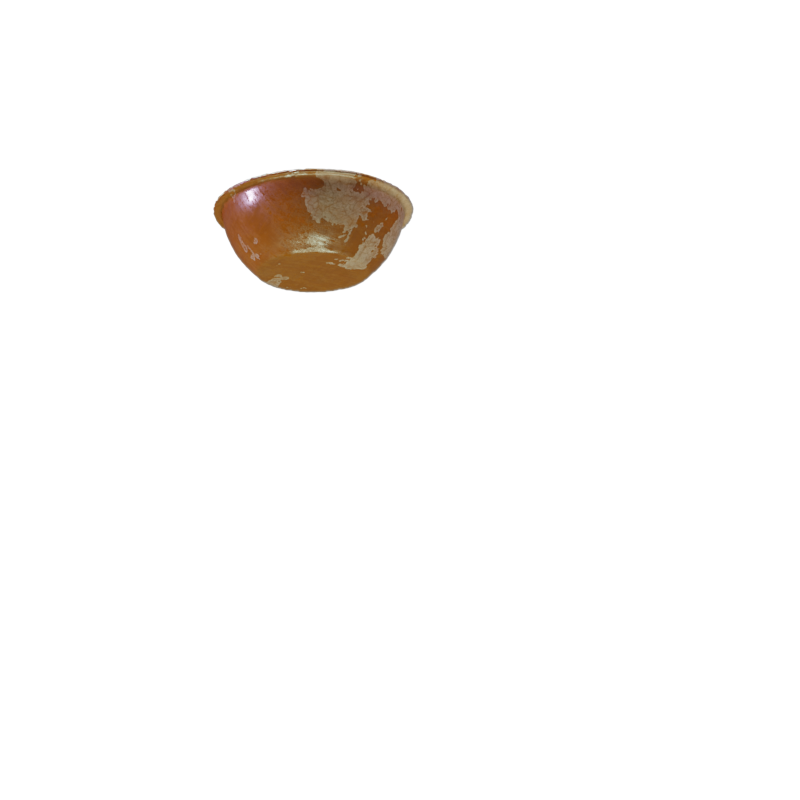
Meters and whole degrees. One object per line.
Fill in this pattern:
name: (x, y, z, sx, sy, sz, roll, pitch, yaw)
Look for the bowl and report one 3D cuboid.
bowl: (-0.070, -0.127, 0.888, 0.162, 0.058, 0.155, 0, -16, -2)
